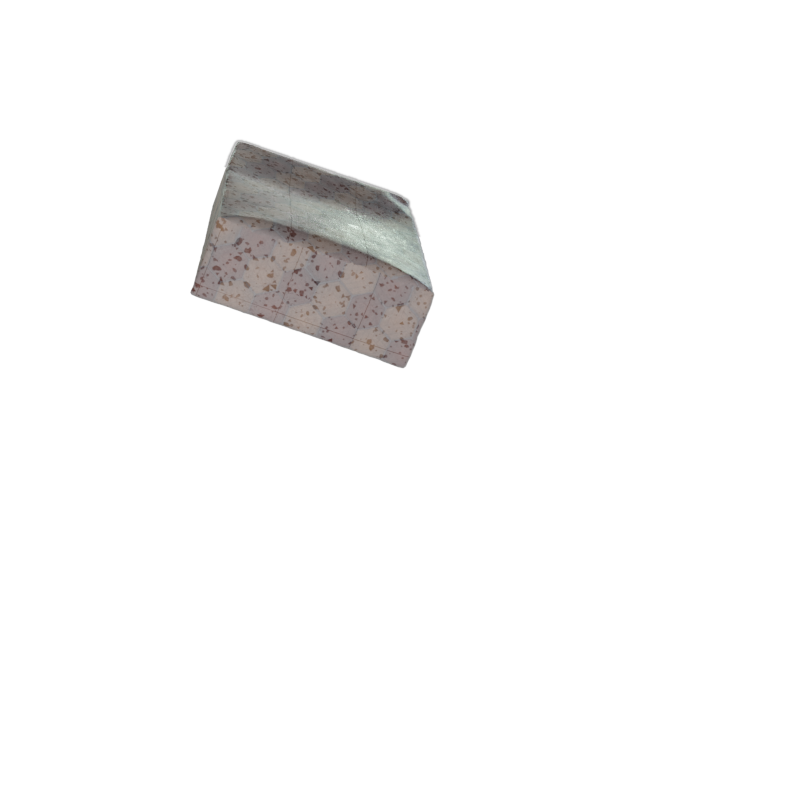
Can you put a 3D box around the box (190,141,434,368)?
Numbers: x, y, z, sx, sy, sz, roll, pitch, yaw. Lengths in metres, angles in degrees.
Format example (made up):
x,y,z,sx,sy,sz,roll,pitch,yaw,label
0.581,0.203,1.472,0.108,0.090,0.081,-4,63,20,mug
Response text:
x,y,z,sx,sy,sz,roll,pitch,yaw,label
-0.068,-0.123,0.864,0.161,0.069,0.225,18,24,-11,box
